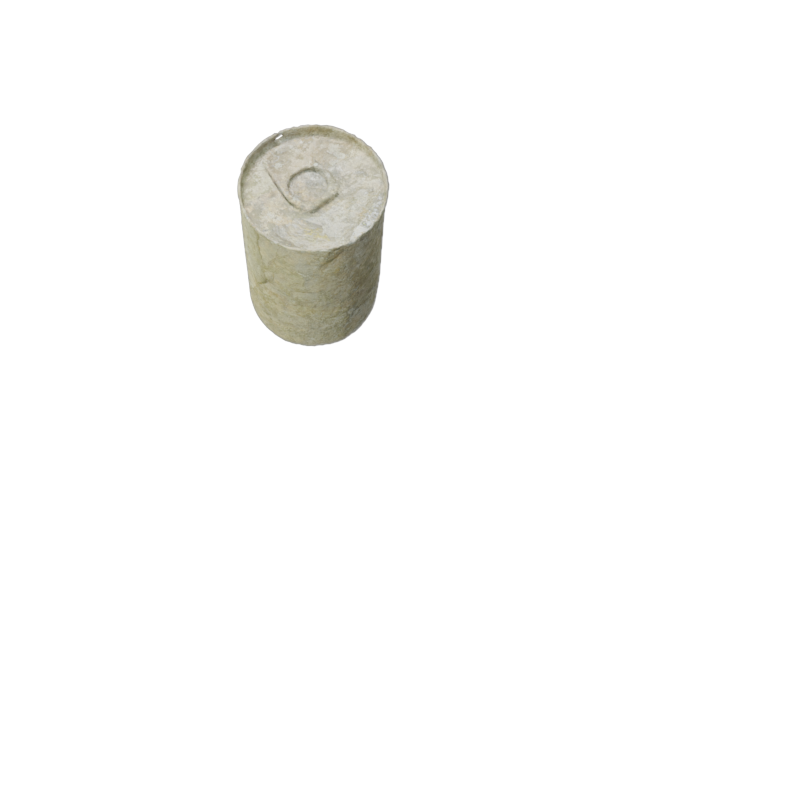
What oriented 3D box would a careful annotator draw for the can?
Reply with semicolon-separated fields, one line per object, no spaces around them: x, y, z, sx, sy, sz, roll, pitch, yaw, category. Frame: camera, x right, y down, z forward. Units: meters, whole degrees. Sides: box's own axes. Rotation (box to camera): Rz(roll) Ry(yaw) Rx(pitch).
-0.042;-0.077;0.538;0.068;0.073;0.097;0;-25;-3;can
